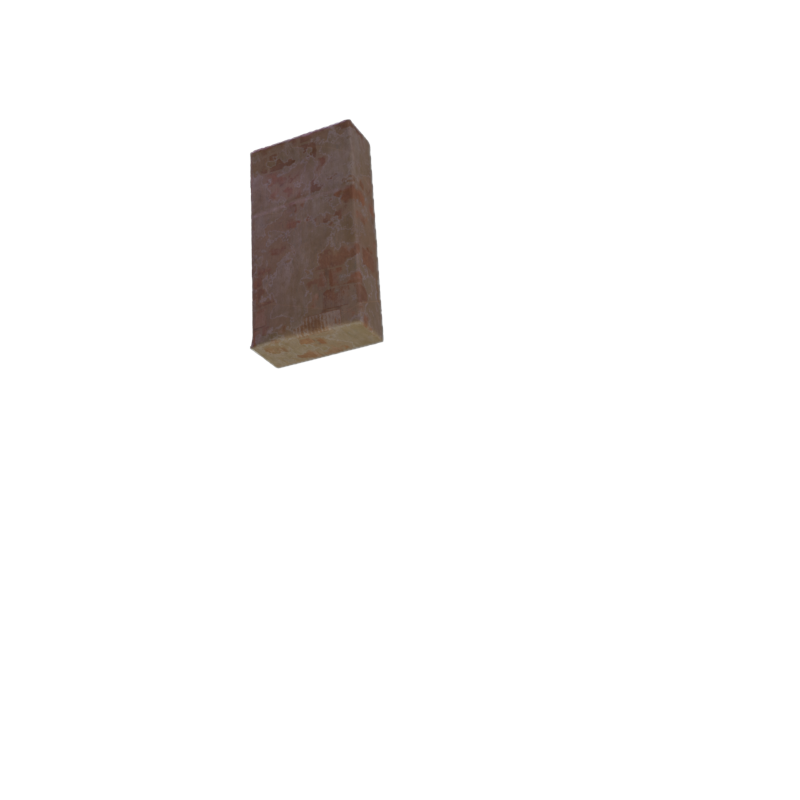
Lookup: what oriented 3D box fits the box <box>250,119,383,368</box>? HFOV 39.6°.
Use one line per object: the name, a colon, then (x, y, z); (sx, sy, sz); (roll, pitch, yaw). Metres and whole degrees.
box: (-0.066, -0.120, 0.841); (0.095, 0.188, 0.044); (-15, -32, 22)
